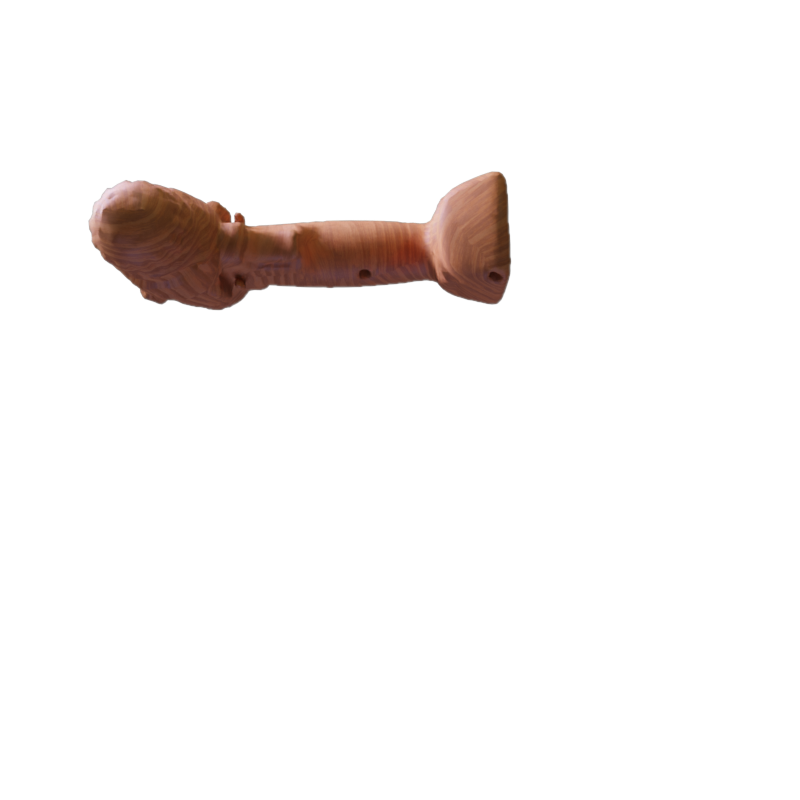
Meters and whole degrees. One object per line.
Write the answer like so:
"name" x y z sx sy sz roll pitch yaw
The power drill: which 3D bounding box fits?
"power drill" -0.042 -0.077 0.541 0.189 0.058 0.181 0 0 6
